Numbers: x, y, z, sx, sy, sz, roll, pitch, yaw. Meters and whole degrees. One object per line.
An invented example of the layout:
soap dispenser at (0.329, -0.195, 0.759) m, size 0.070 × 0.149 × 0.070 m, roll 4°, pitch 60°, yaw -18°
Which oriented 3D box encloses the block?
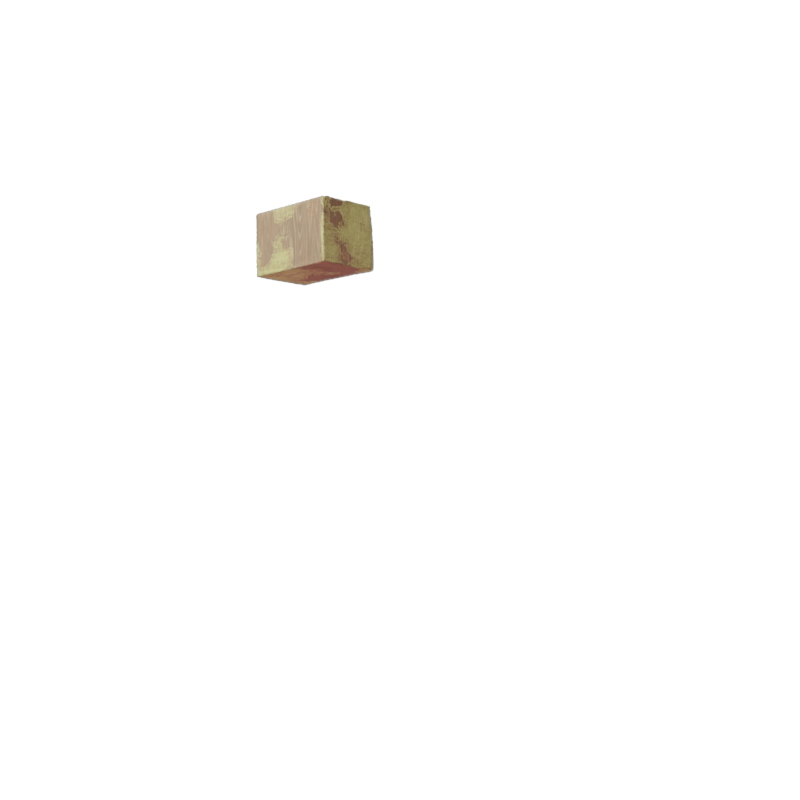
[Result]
block at (-0.066, -0.120, 0.840) m, size 0.080 × 0.053 × 0.050 m, roll -7°, pitch -11°, yaw 43°
